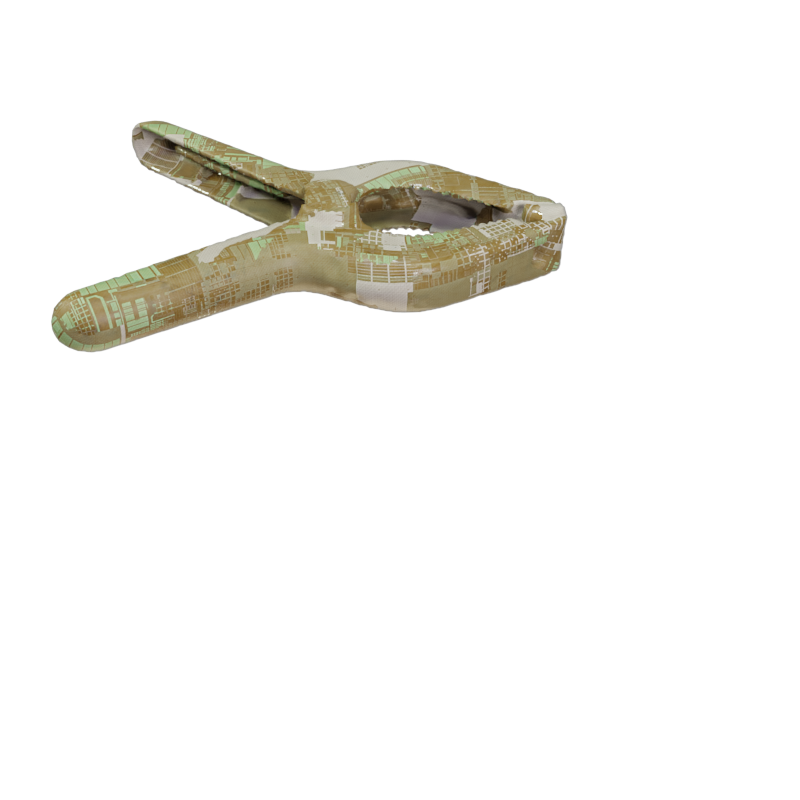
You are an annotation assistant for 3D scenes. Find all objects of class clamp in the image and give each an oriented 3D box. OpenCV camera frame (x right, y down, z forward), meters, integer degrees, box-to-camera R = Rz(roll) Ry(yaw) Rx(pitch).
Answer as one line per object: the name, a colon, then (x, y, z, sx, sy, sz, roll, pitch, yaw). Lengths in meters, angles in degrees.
clamp: (-0.037, -0.067, 0.473, 0.213, 0.034, 0.174, 6, 39, 7)
